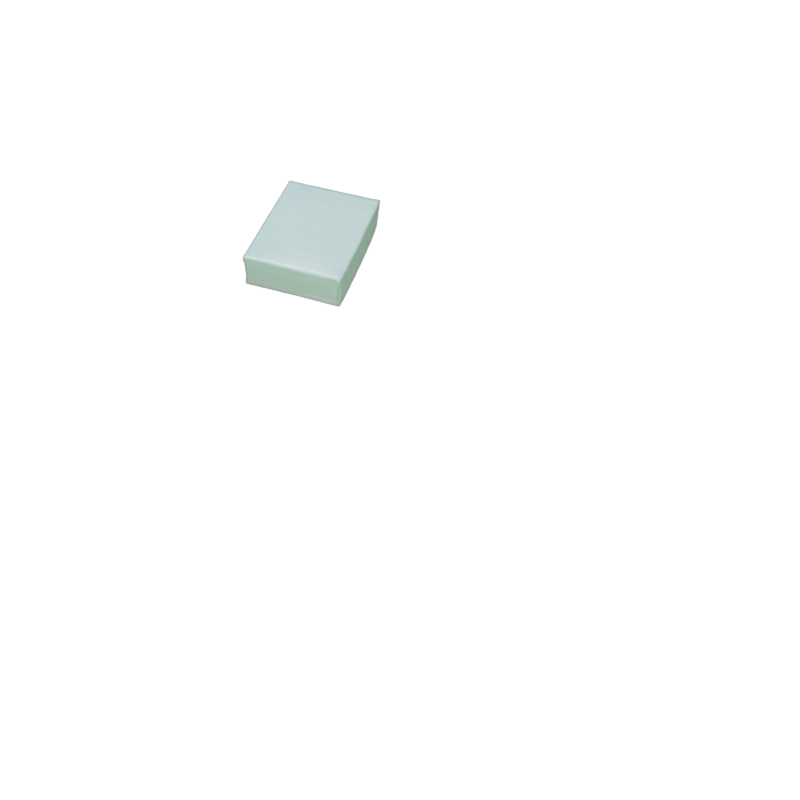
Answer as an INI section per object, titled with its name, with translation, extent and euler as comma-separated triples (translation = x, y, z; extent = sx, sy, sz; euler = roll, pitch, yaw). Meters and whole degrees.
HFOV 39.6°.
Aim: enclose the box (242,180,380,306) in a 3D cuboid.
[box]
translation = -0.077, -0.140, 0.984
extent = 0.092, 0.036, 0.119
euler = 13, 47, 12
